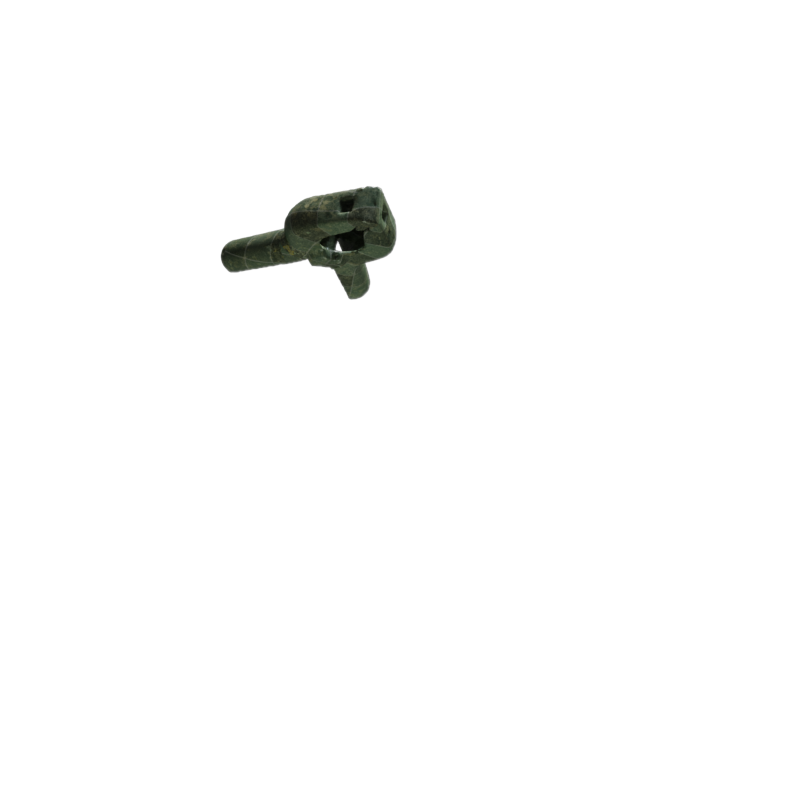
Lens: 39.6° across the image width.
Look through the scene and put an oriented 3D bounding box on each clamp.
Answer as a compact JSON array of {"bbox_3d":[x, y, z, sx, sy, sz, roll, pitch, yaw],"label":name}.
[{"bbox_3d":[-0.063,-0.115,0.803,0.118,0.041,0.167,4,-16,-14],"label":"clamp"}]
